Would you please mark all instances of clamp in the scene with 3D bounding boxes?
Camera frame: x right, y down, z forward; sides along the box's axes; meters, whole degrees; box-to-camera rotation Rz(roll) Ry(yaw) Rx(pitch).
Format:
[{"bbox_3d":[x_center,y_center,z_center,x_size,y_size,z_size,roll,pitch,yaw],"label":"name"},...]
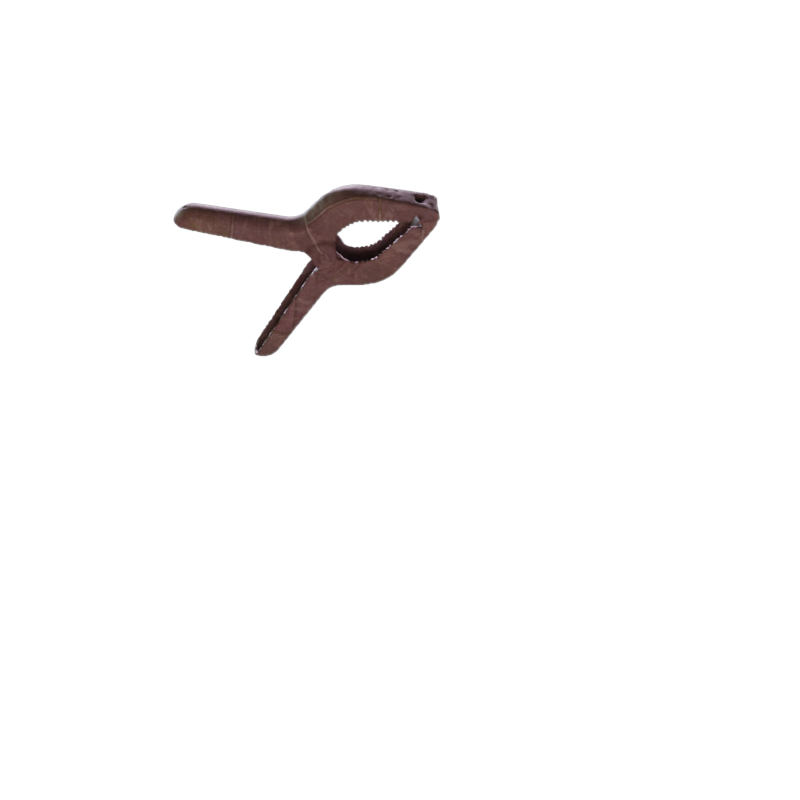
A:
[{"bbox_3d":[-0.072,-0.131,0.918,0.210,0.153,0.039,-24,34,17],"label":"clamp"}]
